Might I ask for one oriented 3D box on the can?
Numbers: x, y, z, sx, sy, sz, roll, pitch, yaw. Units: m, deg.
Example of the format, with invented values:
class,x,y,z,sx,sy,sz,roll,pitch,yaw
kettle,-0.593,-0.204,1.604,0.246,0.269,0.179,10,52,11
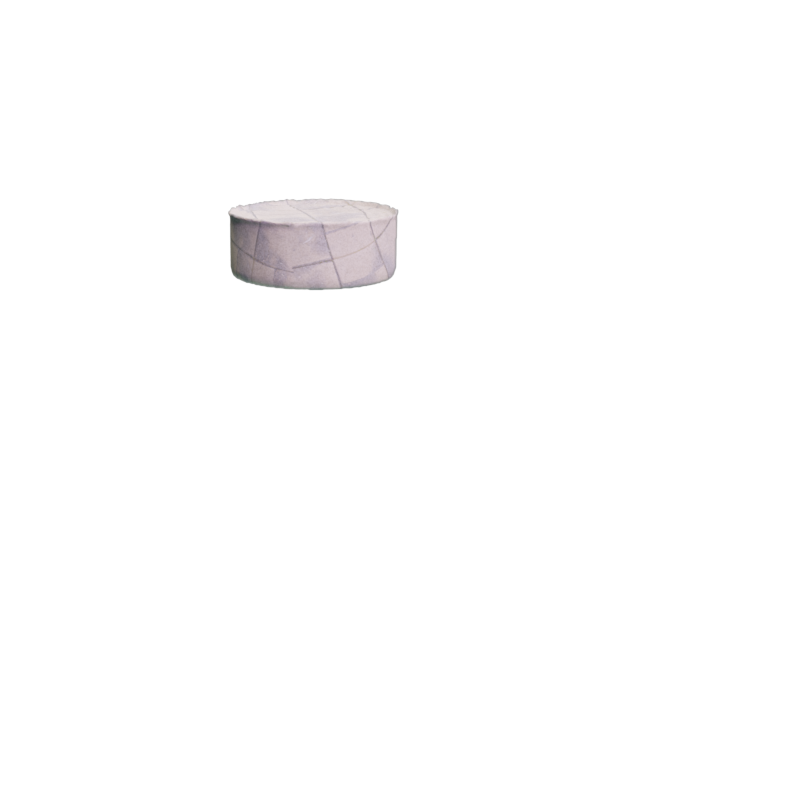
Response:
class,x,y,z,sx,sy,sz,roll,pitch,yaw
can,-0.044,-0.080,0.563,0.086,0.033,0.089,0,16,-2
